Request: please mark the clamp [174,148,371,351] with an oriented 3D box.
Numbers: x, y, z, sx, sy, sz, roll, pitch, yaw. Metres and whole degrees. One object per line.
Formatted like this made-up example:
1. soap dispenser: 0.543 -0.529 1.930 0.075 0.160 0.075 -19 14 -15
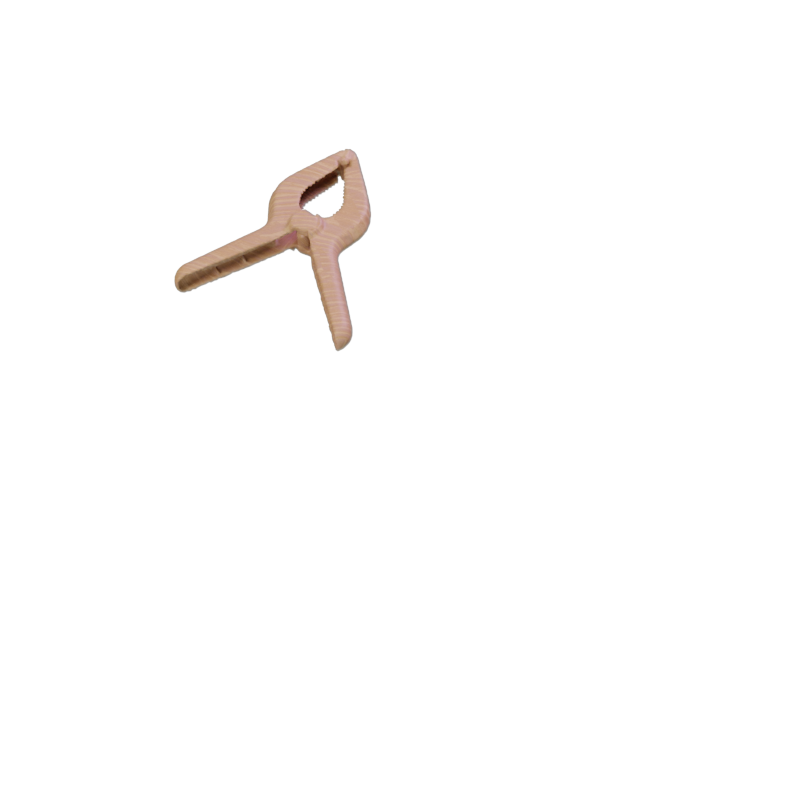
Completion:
1. clamp: -0.077 -0.141 0.988 0.171 0.216 0.034 25 -32 17
